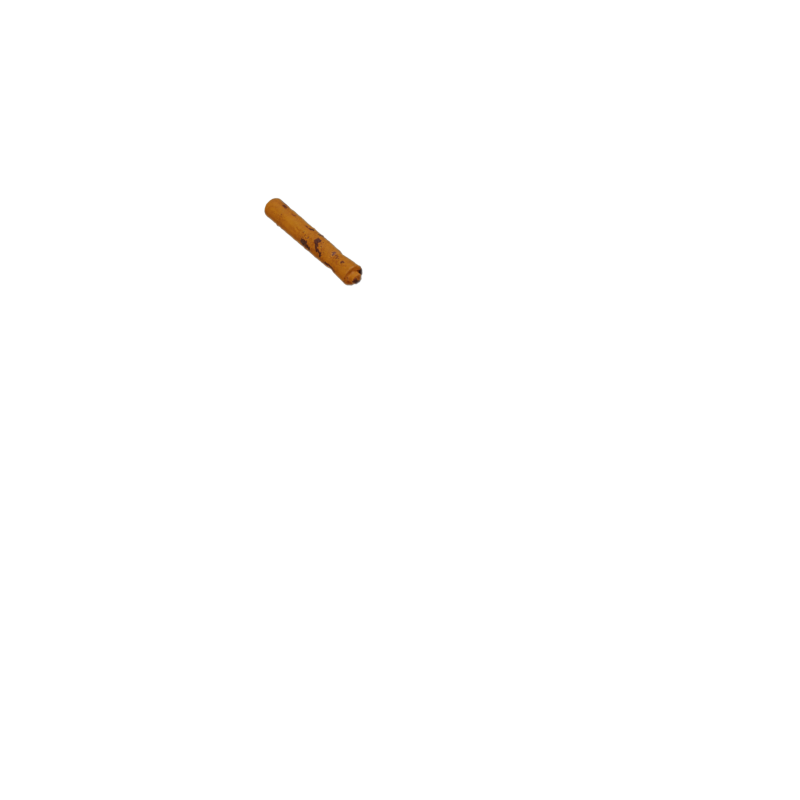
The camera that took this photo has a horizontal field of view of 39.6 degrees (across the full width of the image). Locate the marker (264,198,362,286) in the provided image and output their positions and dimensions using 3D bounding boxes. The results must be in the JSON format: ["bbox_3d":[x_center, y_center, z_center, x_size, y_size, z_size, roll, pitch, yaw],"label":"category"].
[{"bbox_3d":[-0.071,-0.130,0.912,0.019,0.019,0.130,-3,35,-42],"label":"marker"}]
